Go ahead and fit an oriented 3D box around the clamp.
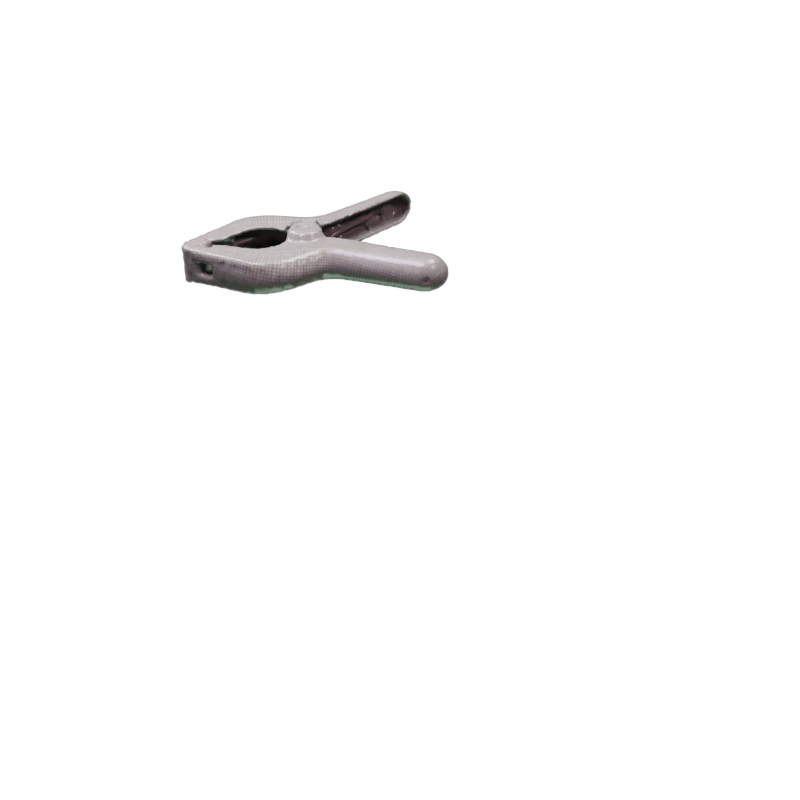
[{"bbox_3d":[-0.059,-0.107,0.748,0.171,0.037,0.127,0,27,-1],"label":"clamp"}]
